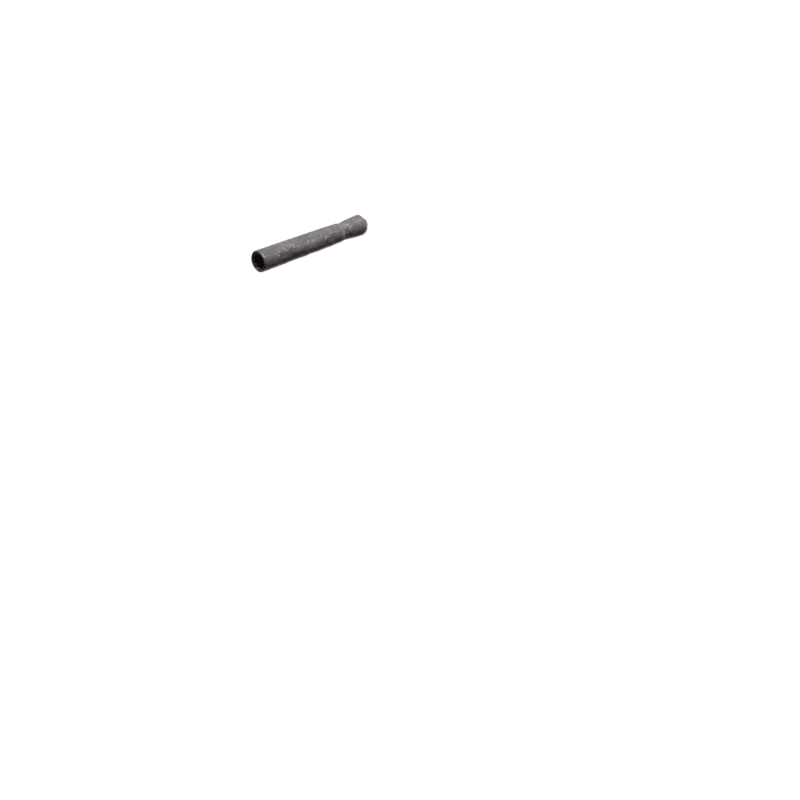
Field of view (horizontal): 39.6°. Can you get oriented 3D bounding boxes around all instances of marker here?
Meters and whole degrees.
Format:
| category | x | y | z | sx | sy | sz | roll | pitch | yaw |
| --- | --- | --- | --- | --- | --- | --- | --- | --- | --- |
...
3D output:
| category | x | y | z | sx | sy | sz | roll | pitch | yaw |
| --- | --- | --- | --- | --- | --- | --- | --- | --- | --- |
| marker | -0.073 | -0.134 | 0.937 | 0.120 | 0.019 | 0.021 | -27 | 20 | -38 |
